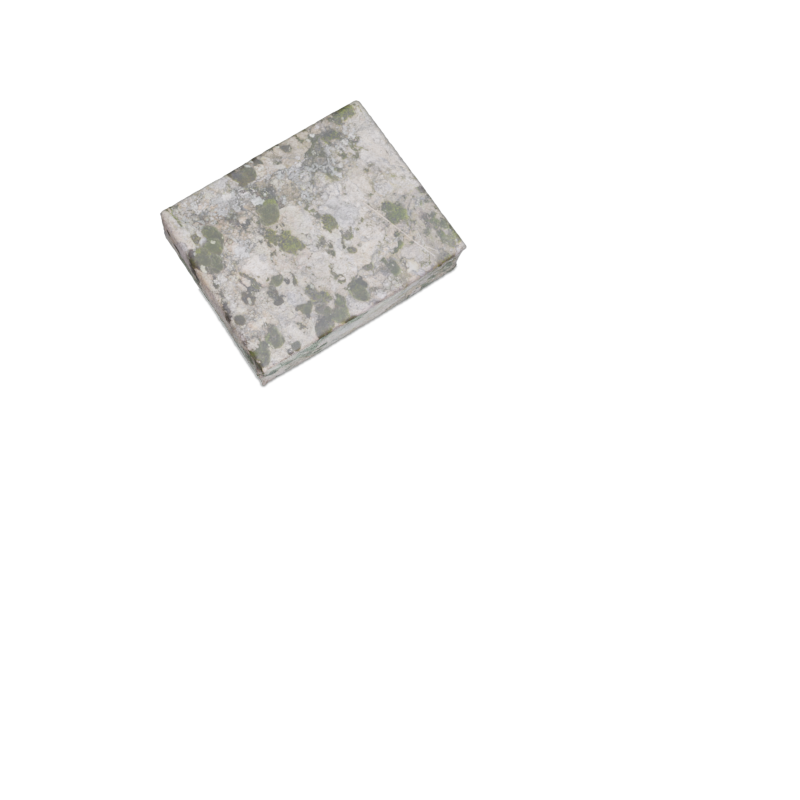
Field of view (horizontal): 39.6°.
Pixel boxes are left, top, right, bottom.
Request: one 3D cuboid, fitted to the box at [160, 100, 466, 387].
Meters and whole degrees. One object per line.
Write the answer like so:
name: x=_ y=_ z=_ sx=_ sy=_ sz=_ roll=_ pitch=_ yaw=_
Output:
box: x=-0.041 y=-0.074 z=0.518 sx=0.114 sy=0.094 sz=0.037 roll=-33 pitch=-15 yaw=-11
